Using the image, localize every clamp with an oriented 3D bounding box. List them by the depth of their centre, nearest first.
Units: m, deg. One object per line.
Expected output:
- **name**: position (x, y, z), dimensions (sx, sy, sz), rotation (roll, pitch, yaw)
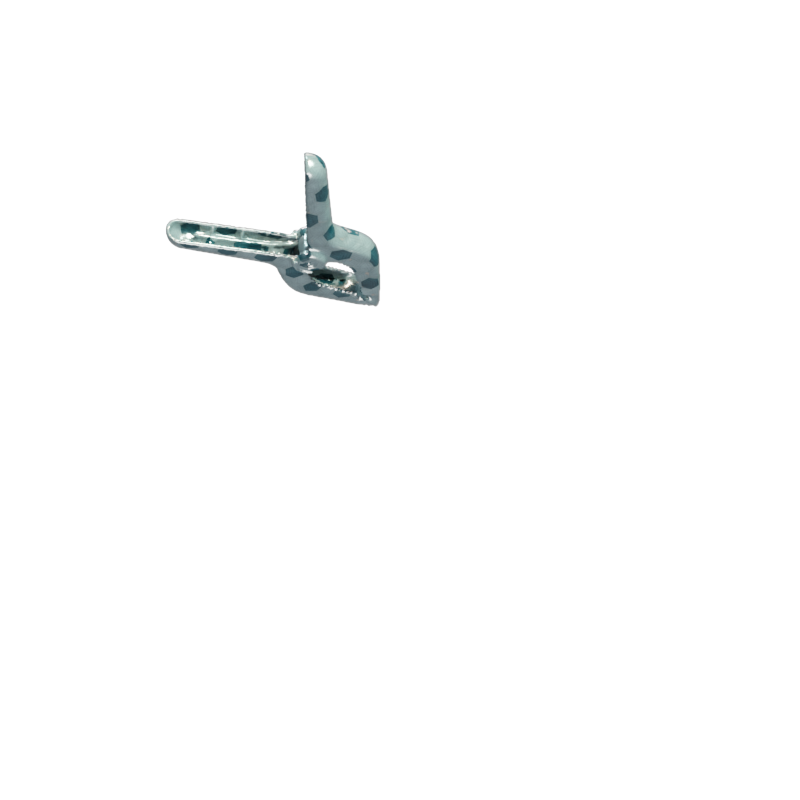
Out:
- **clamp**: position (-0.076, -0.139, 0.974), dimensions (0.165, 0.039, 0.196), rotation (-24, -36, 37)
